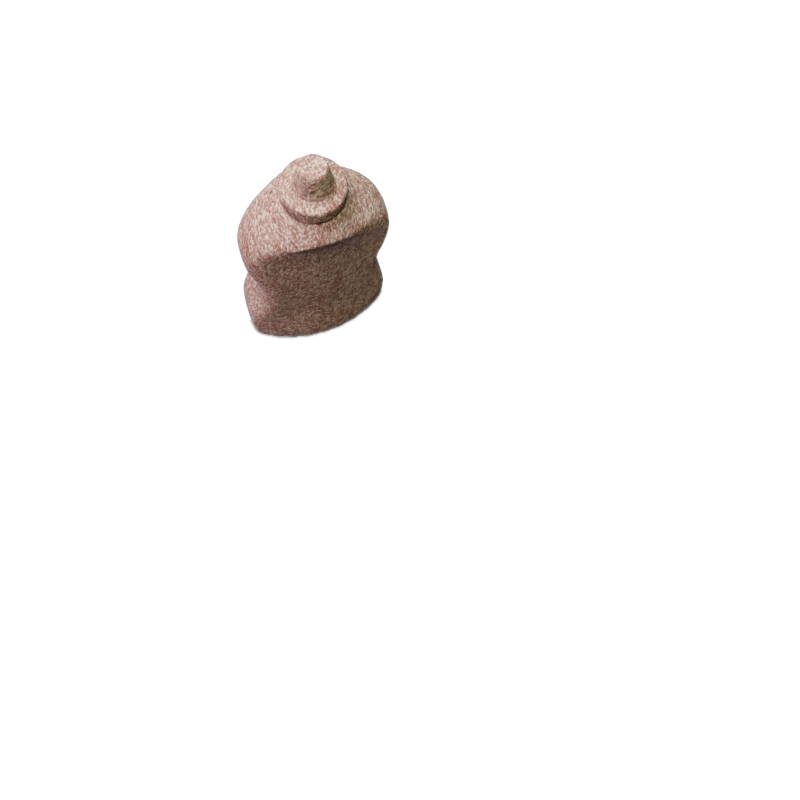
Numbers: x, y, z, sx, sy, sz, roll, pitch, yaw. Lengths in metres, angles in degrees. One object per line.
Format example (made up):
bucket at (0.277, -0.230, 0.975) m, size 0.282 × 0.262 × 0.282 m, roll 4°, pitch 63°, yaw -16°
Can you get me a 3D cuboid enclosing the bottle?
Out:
bottle at (-0.056, -0.102, 0.712) m, size 0.095 × 0.062 × 0.183 m, roll -16°, pitch -17°, yaw -9°
